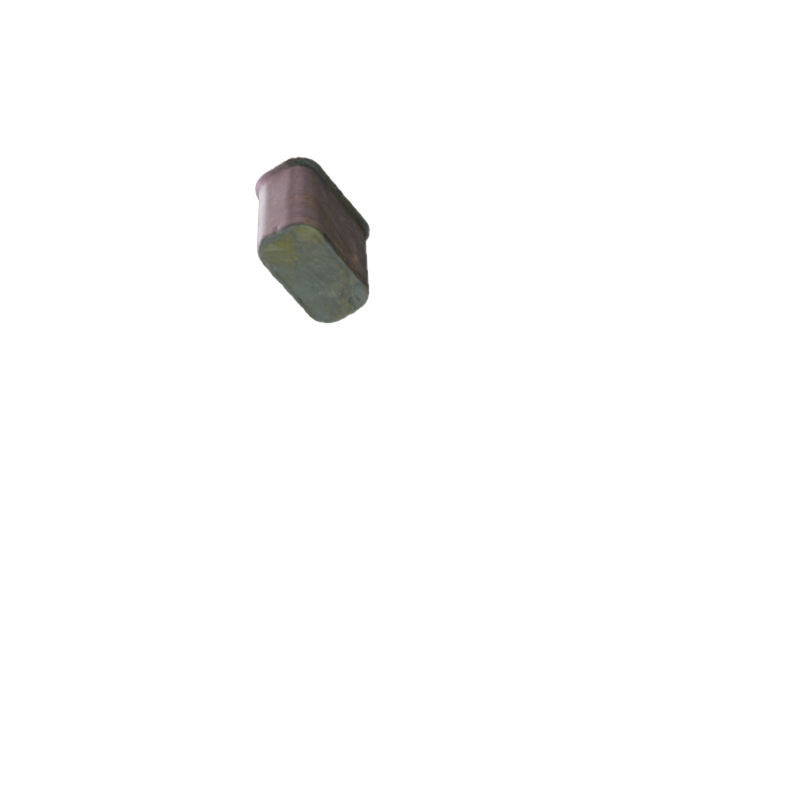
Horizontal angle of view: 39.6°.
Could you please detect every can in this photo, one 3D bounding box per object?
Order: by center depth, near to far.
[{"bbox_3d":[-0.066,-0.121,0.845,0.057,0.090,0.095,-28,-54,20],"label":"can"}]
